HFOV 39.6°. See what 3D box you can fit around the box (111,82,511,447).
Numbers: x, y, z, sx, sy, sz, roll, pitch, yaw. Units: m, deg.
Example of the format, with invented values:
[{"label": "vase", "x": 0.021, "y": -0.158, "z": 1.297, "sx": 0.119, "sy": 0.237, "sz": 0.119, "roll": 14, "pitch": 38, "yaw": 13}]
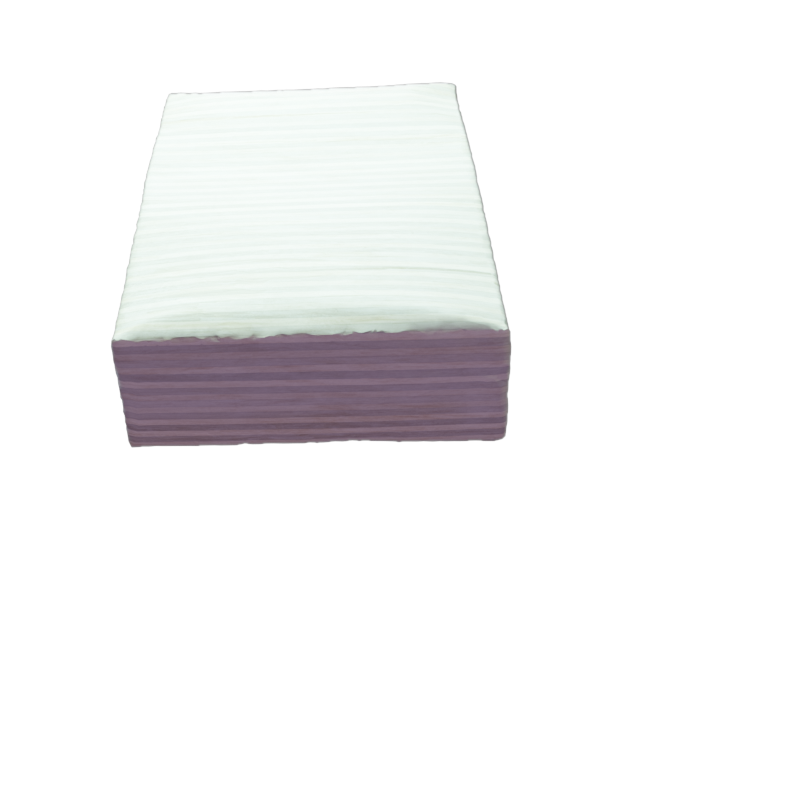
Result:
[{"label": "box", "x": -0.042, "y": -0.077, "z": 0.541, "sx": 0.164, "sy": 0.067, "sz": 0.229, "roll": -2, "pitch": 41, "yaw": -1}]
